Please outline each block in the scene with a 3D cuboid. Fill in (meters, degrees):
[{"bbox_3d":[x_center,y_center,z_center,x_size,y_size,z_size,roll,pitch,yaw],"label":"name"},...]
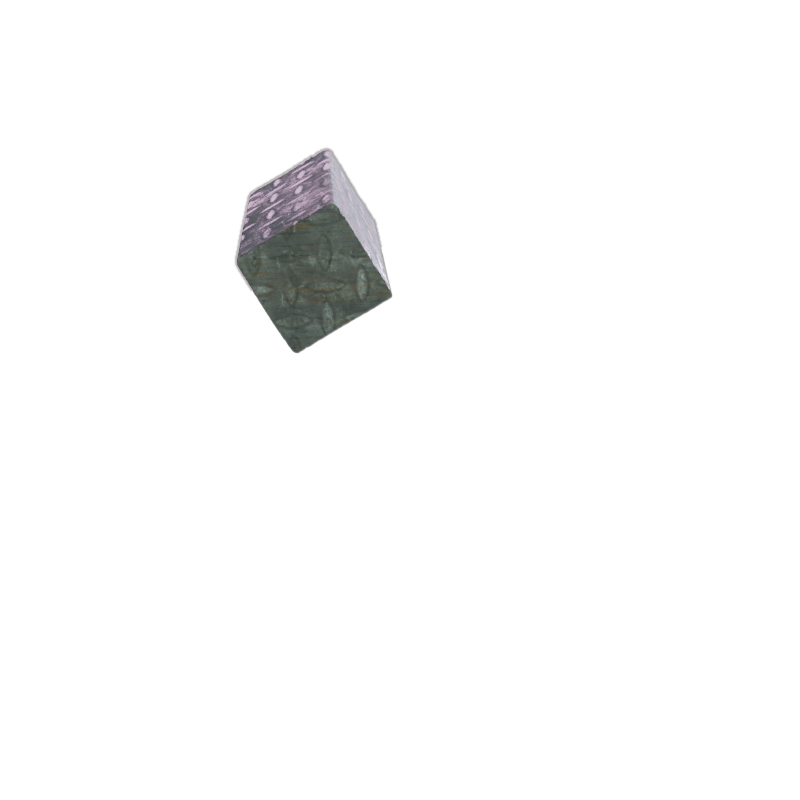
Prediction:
[{"bbox_3d":[-0.073,-0.133,0.927,0.091,0.086,0.216,-30,21,8],"label":"block"}]
